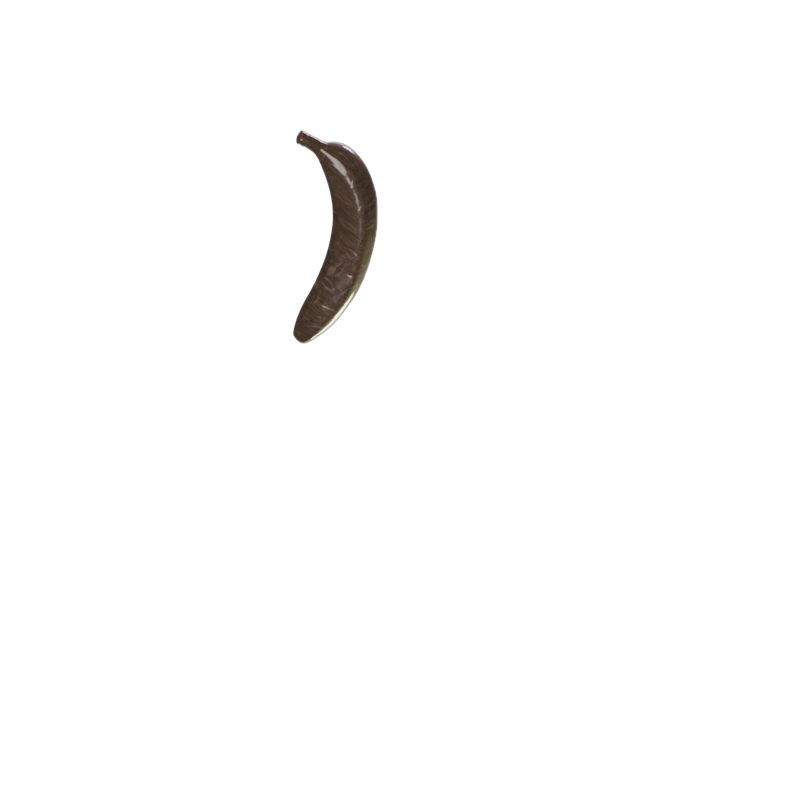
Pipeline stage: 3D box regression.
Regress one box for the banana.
[{"bbox_3d":[-0.054,-0.136,0.931,0.069,0.187,0.039,2,27,-2],"label":"banana"}]
